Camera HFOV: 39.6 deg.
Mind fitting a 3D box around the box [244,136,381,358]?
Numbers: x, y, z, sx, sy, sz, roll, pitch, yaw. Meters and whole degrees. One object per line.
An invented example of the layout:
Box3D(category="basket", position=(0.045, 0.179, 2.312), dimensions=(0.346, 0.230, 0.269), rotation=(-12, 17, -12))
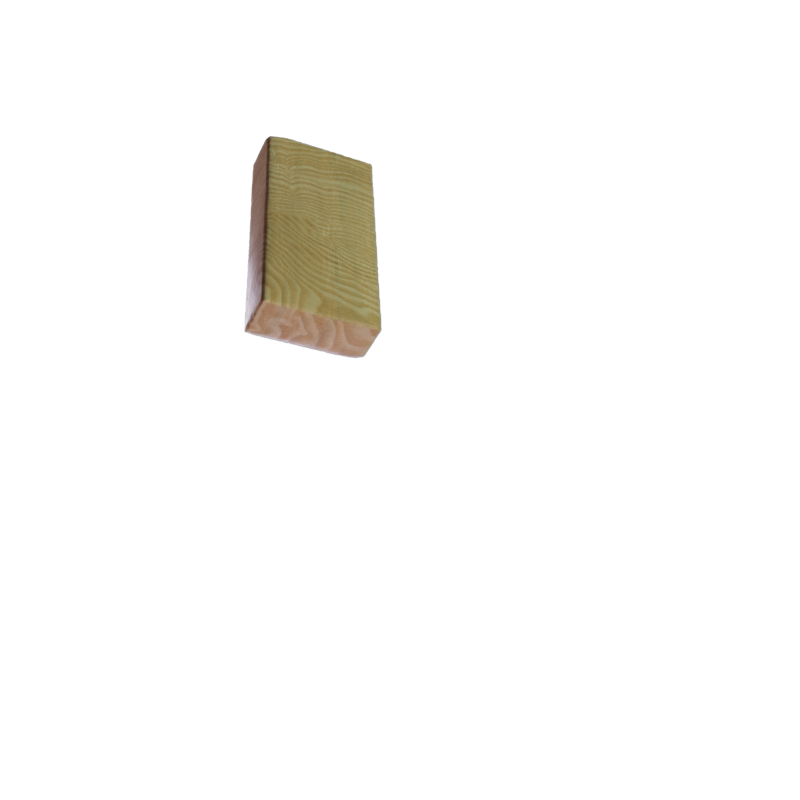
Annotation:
Box3D(category="box", position=(-0.066, -0.120, 0.839), dimensions=(0.090, 0.189, 0.046), rotation=(13, -41, -19))
